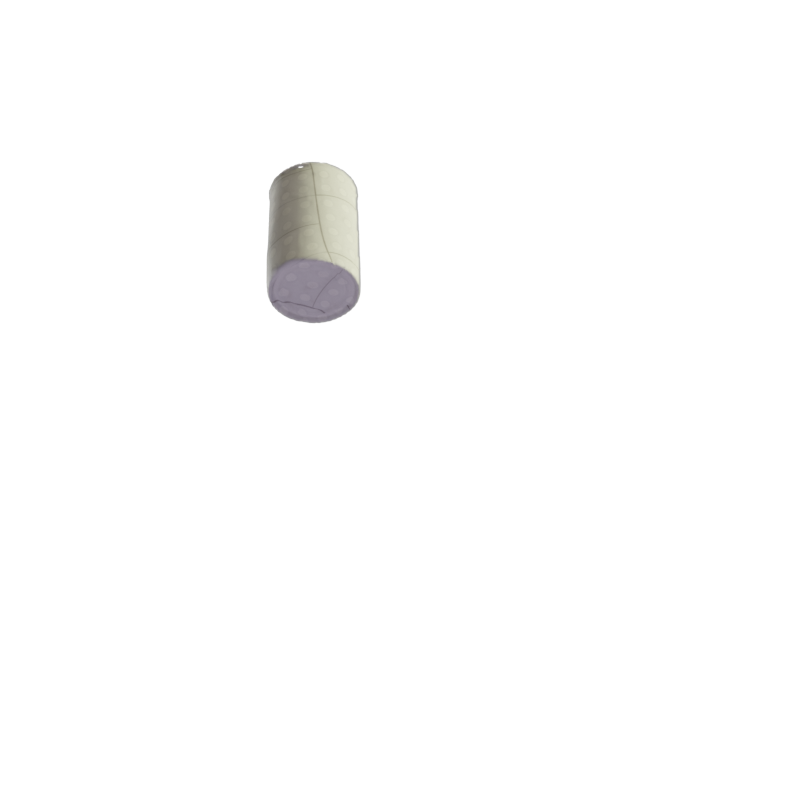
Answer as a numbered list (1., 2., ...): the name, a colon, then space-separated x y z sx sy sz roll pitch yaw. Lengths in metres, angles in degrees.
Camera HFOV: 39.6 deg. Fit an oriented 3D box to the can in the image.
1. can: -0.063 -0.115 0.808 0.068 0.110 0.064 -1 -42 -3
